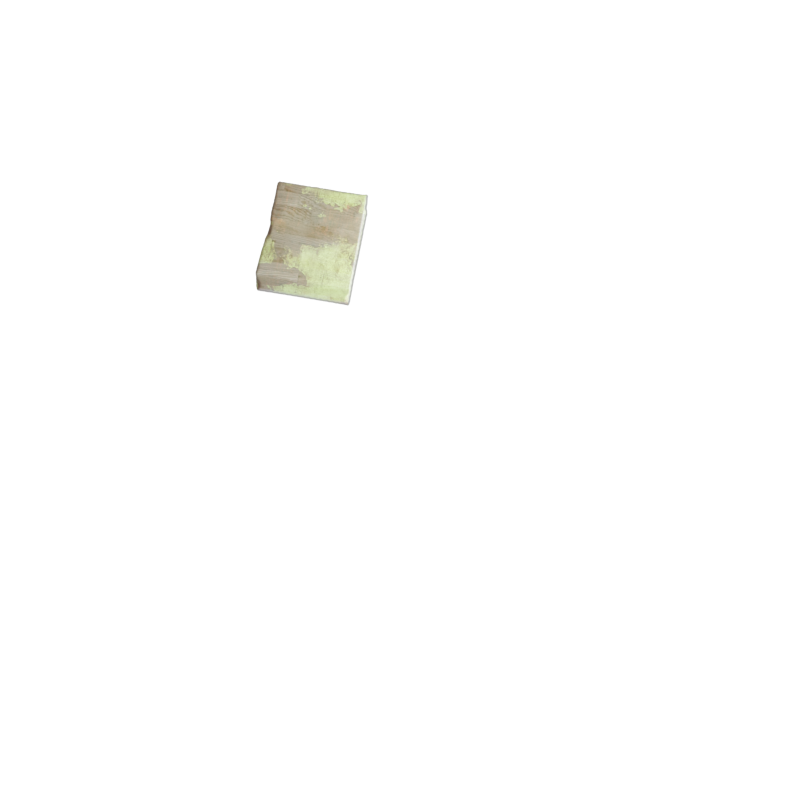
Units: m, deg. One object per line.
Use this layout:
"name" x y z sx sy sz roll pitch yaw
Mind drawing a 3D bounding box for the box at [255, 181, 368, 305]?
"box" -0.067 -0.123 0.860 0.074 0.094 0.028 9 -28 4
